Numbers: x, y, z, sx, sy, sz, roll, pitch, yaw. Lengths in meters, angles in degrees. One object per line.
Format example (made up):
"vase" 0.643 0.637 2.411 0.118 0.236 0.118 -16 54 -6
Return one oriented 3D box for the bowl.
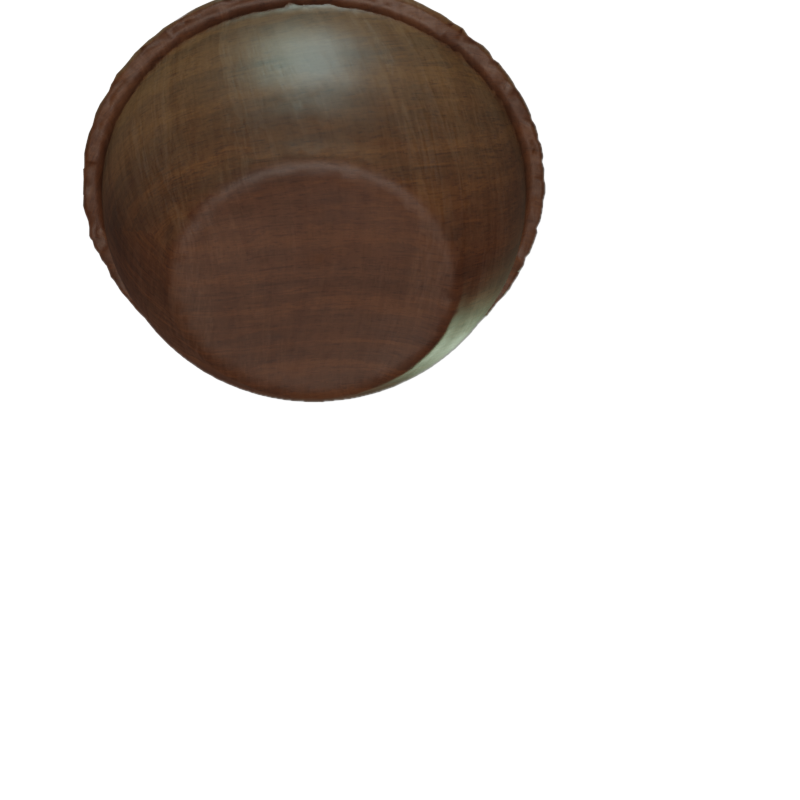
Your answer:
"bowl" -0.029 -0.053 0.368 0.162 0.152 0.059 1 36 -1
